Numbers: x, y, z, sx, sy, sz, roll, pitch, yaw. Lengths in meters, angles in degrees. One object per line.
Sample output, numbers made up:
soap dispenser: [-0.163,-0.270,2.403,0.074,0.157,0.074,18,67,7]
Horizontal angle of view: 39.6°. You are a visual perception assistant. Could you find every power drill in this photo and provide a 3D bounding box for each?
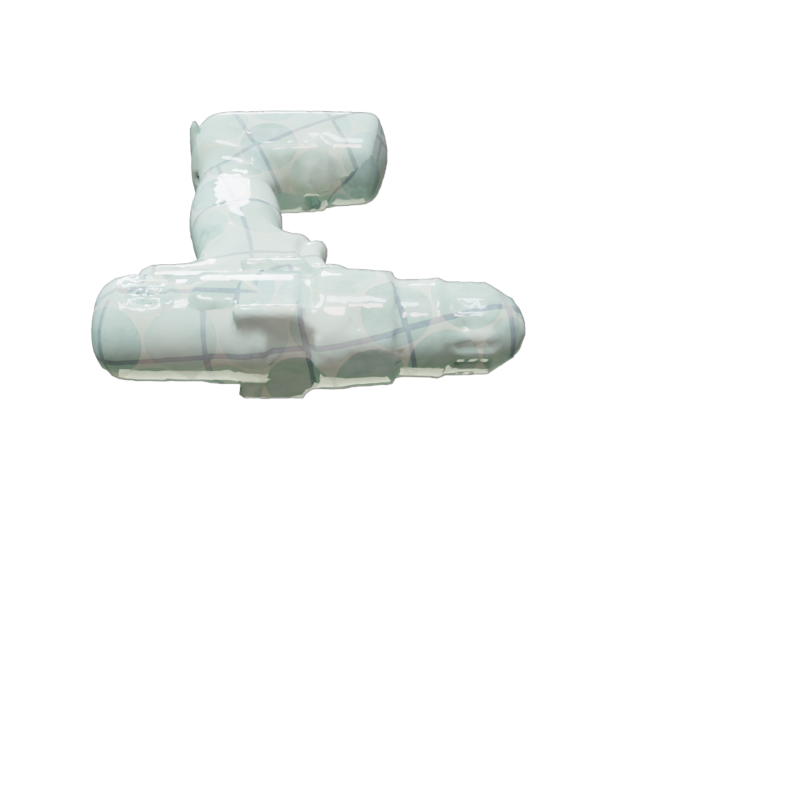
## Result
power drill: [-0.042,-0.076,0.532,0.185,0.054,0.200,0,37,0]
